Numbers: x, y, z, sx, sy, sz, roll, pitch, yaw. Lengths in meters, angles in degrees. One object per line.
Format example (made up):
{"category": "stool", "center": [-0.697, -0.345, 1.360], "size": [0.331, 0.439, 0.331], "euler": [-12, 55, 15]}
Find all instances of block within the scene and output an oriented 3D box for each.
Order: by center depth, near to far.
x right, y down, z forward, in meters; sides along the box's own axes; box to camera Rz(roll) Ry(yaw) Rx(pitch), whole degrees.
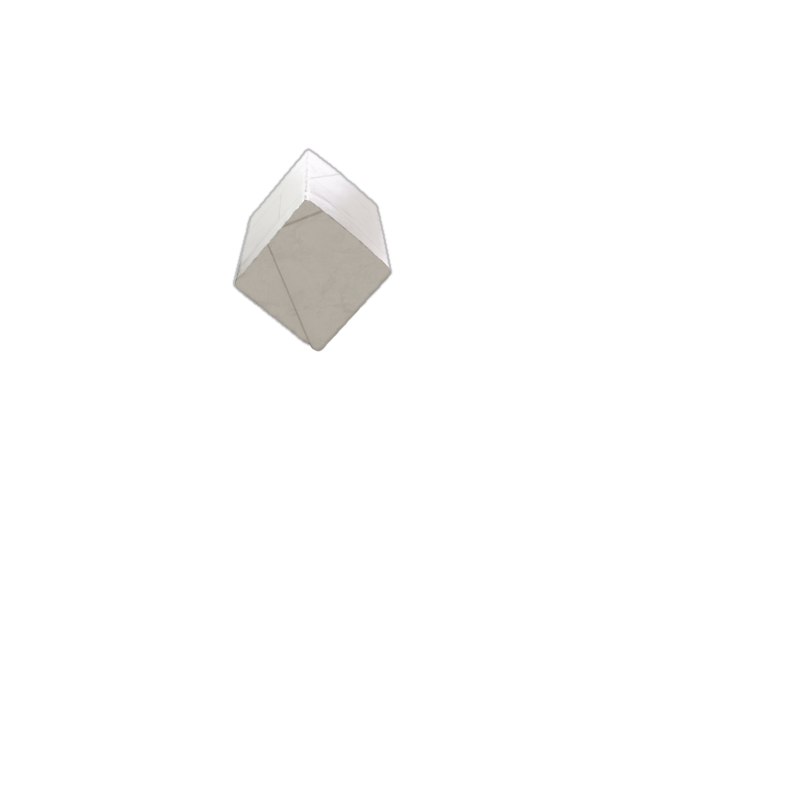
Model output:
{"category": "block", "center": [-0.073, -0.134, 0.942], "size": [0.087, 0.090, 0.216], "euler": [38, 14, -17]}
